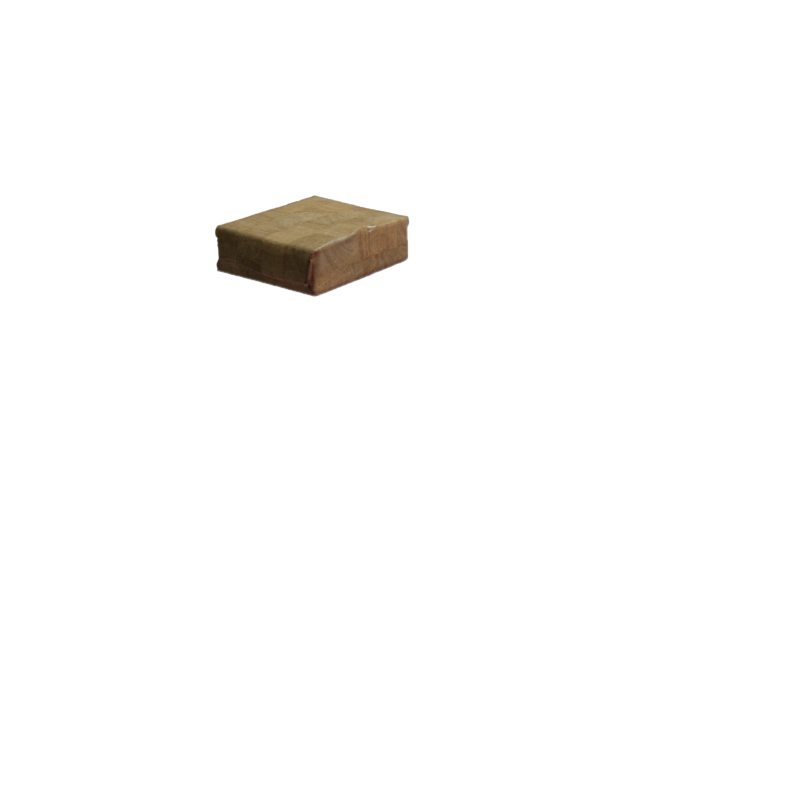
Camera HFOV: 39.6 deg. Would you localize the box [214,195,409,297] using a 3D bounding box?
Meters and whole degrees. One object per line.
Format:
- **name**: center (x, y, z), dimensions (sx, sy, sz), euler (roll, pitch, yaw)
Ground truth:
- **box**: center (-0.050, -0.090, 0.633), dimensions (0.077, 0.029, 0.088), euler (18, 29, 35)
